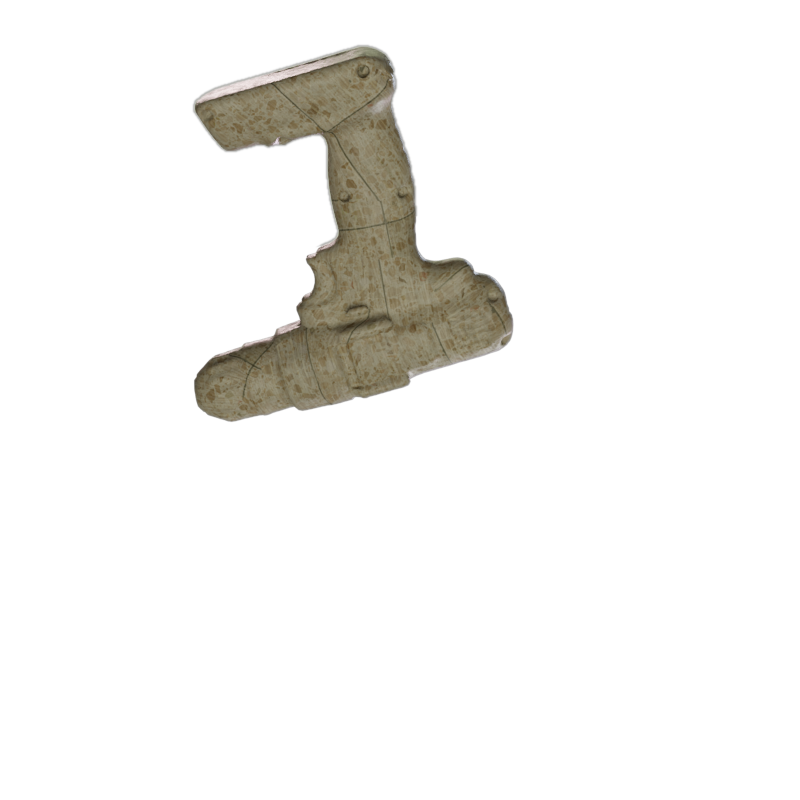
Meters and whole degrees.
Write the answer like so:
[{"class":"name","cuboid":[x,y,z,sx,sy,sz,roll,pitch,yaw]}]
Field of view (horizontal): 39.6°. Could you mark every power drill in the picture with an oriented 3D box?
[{"class":"power drill","cuboid":[-0.048,-0.087,0.607,0.185,0.179,0.060,-16,18,5]}]
